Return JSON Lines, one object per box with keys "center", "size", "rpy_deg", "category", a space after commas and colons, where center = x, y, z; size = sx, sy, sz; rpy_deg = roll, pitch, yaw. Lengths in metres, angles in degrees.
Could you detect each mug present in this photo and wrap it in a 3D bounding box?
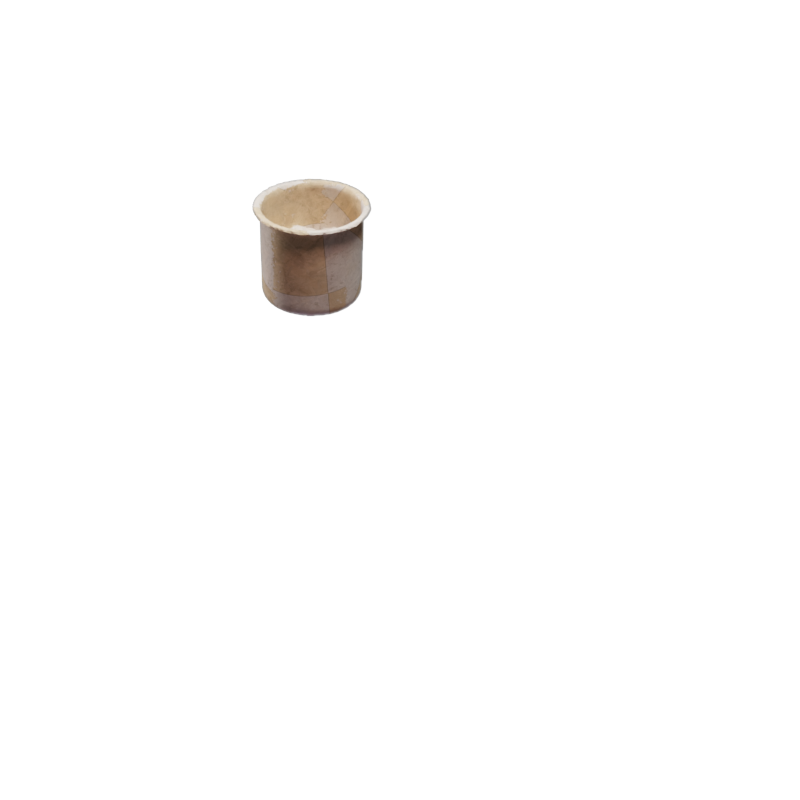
{"center": [-0.070, -0.128, 0.899], "size": [0.094, 0.076, 0.124], "rpy_deg": [3, 34, 2], "category": "mug"}
